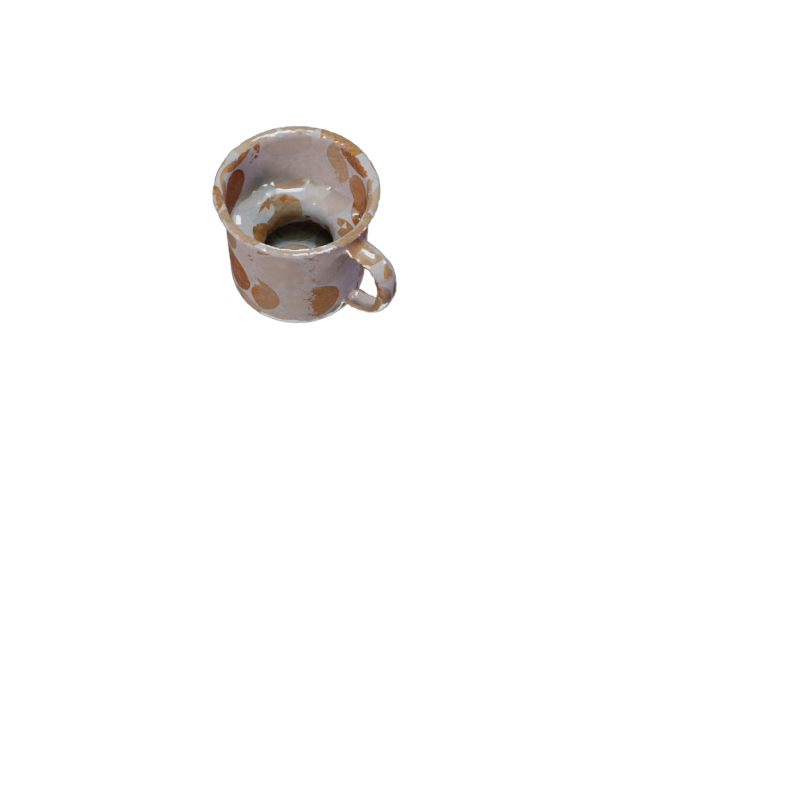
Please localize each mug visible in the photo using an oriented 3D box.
[{"bbox_3d":[-0.050,-0.091,0.641,0.123,0.095,0.076,34,-27,19],"label":"mug"}]
